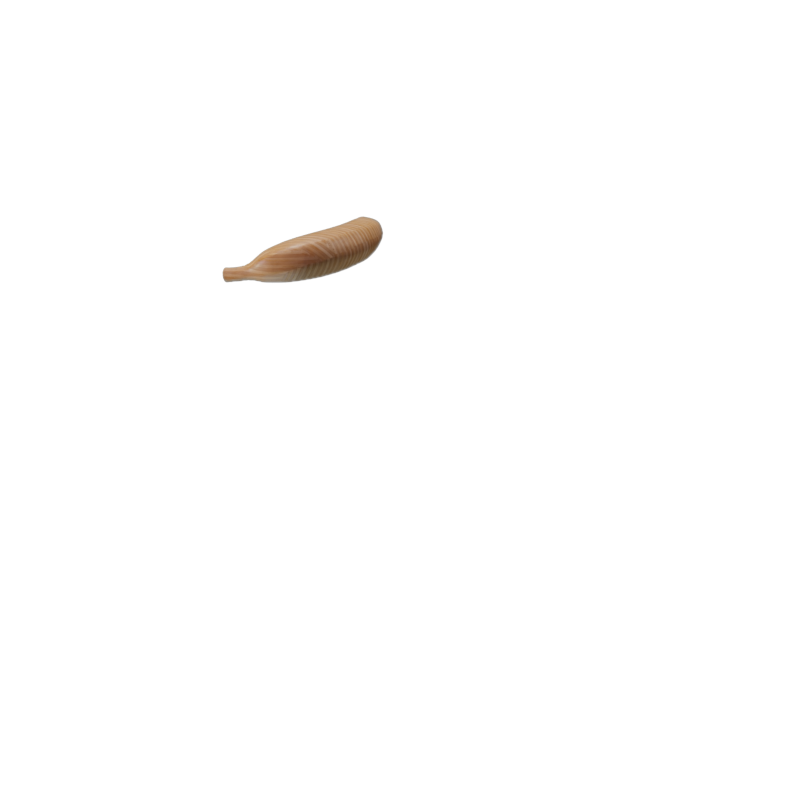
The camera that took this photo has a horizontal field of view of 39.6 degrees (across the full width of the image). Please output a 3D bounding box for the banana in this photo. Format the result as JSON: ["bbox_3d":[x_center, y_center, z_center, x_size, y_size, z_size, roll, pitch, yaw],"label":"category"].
[{"bbox_3d":[-0.064,-0.134,0.962,0.073,0.035,0.195,14,25,34],"label":"banana"}]
